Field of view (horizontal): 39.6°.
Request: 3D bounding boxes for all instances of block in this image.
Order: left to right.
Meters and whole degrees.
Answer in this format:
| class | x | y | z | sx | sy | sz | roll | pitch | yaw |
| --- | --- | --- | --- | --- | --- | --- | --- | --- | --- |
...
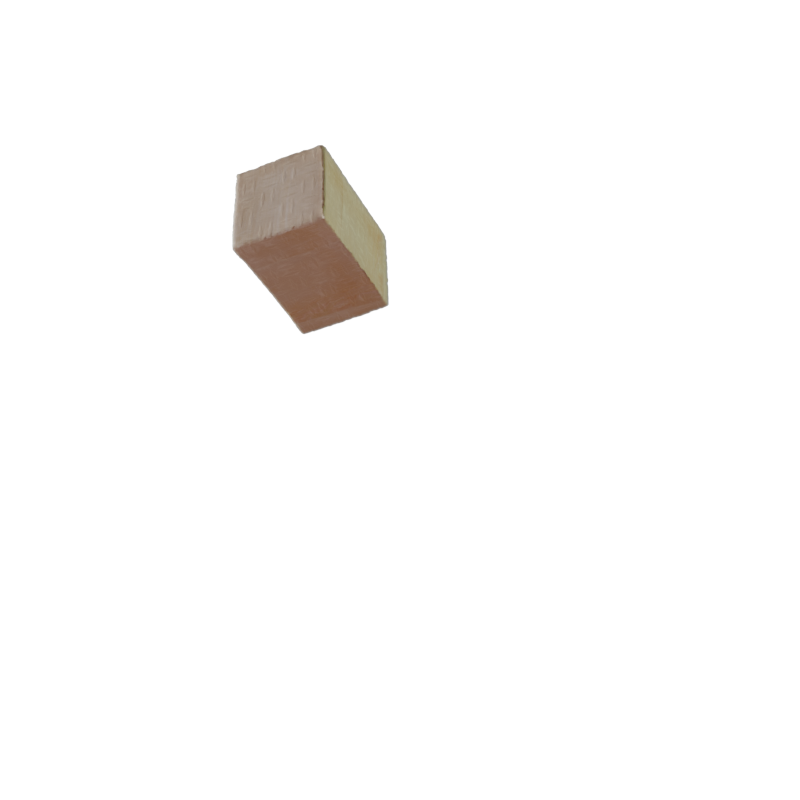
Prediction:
| class | x | y | z | sx | sy | sz | roll | pitch | yaw |
| --- | --- | --- | --- | --- | --- | --- | --- | --- | --- |
| block | -0.045 | -0.081 | 0.571 | 0.053 | 0.055 | 0.072 | -17 | -41 | 18 |
